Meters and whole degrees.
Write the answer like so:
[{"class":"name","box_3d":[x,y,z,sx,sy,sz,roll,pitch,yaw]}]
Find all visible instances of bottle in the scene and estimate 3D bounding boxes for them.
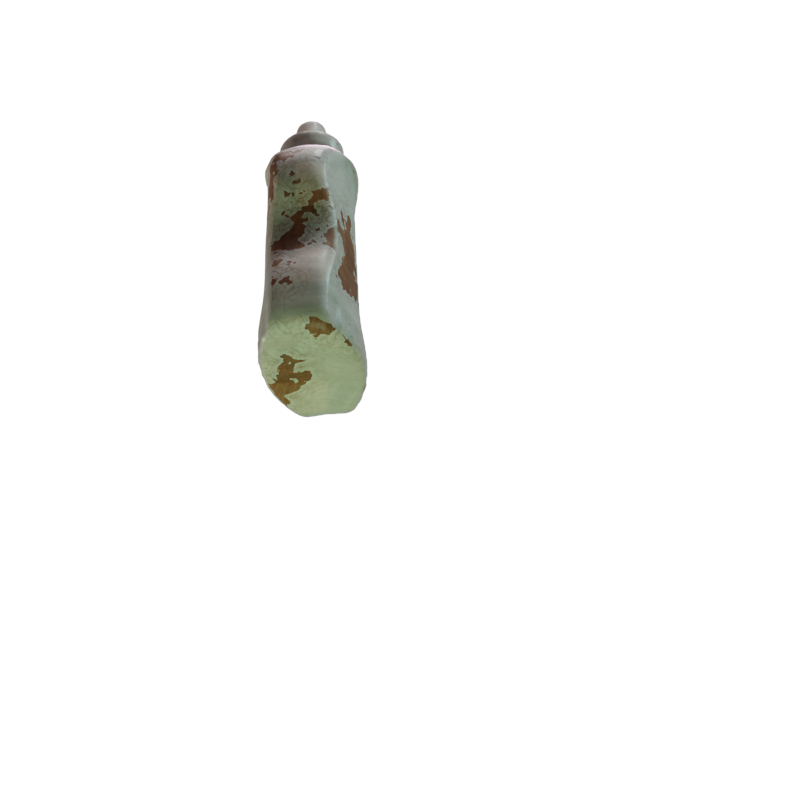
[{"class":"bottle","box_3d":[-0.052,-0.094,0.660,0.059,0.205,0.089,-8,-37,7]}]
